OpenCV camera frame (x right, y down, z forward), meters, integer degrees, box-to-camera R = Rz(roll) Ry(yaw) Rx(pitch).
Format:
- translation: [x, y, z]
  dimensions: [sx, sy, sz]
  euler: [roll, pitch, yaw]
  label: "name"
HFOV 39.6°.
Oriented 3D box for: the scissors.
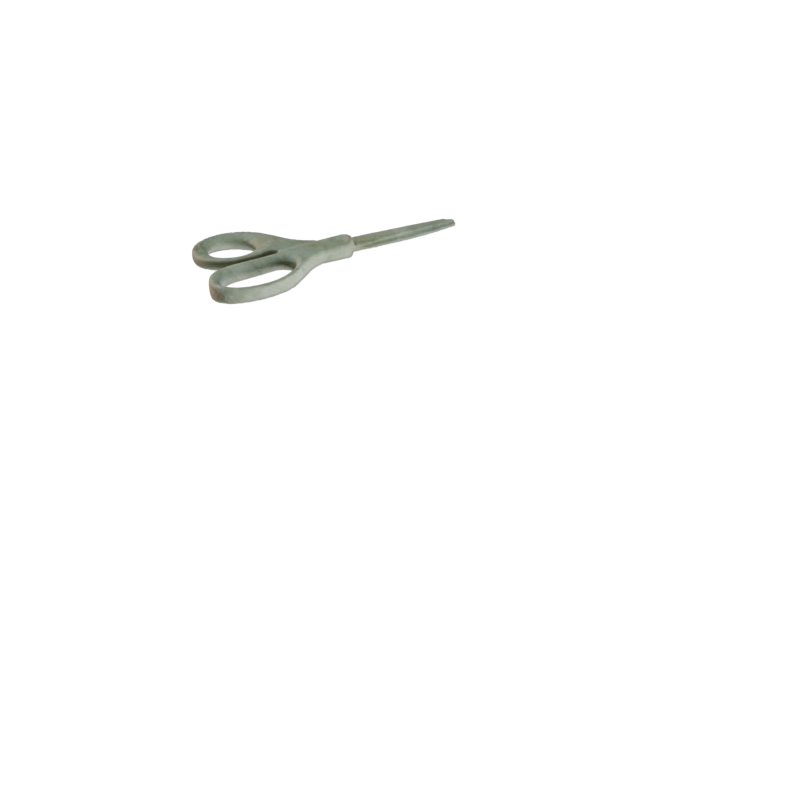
- translation: [-0.062, -0.114, 0.798]
  dimensions: [0.200, 0.015, 0.103]
  euler: [-28, 41, -37]
  label: "scissors"
